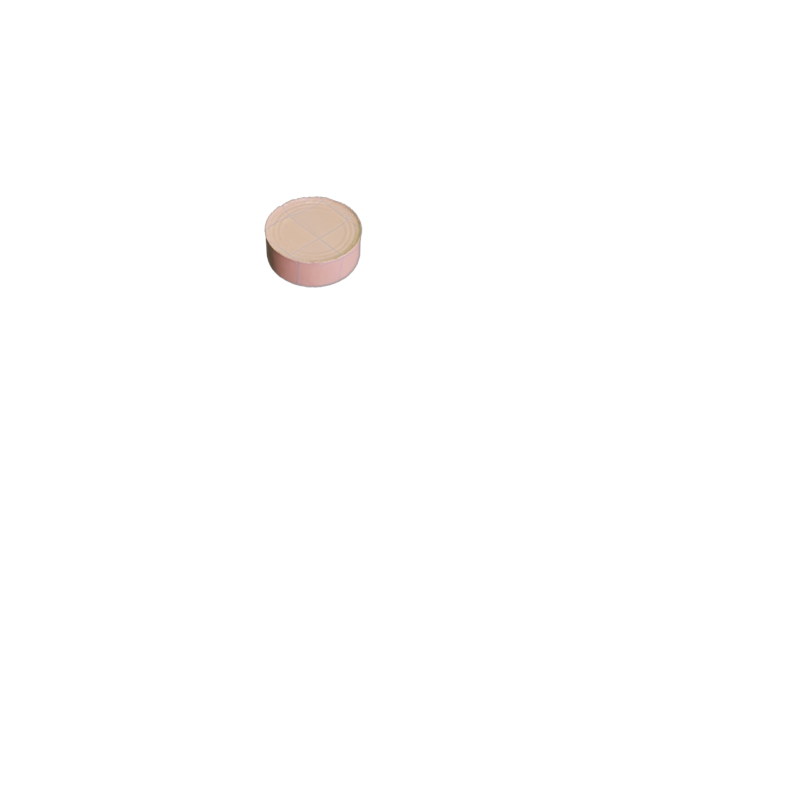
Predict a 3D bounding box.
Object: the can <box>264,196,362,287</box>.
[{"bbox_3d":[-0.077,-0.141,0.985,0.086,0.092,0.031,-1,-42,-1],"label":"can"}]
